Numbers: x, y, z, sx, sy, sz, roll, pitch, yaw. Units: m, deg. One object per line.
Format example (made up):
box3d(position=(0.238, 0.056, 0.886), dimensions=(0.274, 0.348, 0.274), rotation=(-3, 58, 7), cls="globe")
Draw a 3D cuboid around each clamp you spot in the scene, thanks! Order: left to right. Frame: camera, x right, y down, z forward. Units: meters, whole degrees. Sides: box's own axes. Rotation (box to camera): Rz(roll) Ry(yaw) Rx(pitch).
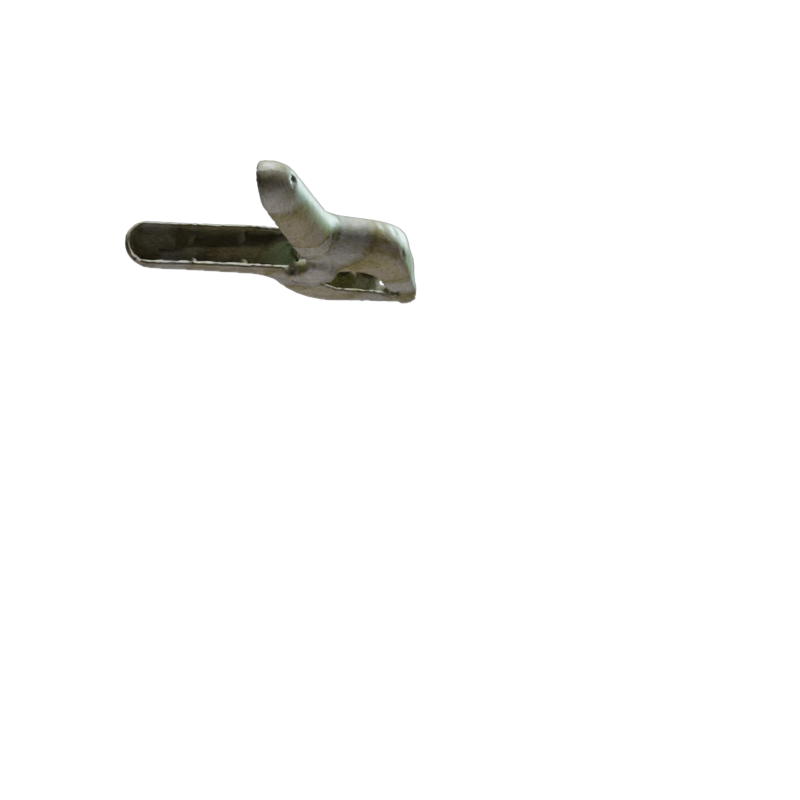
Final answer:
box3d(position=(-0.046, -0.085, 0.593), dimensions=(0.164, 0.040, 0.122), rotation=(6, -10, -36), cls="clamp")
